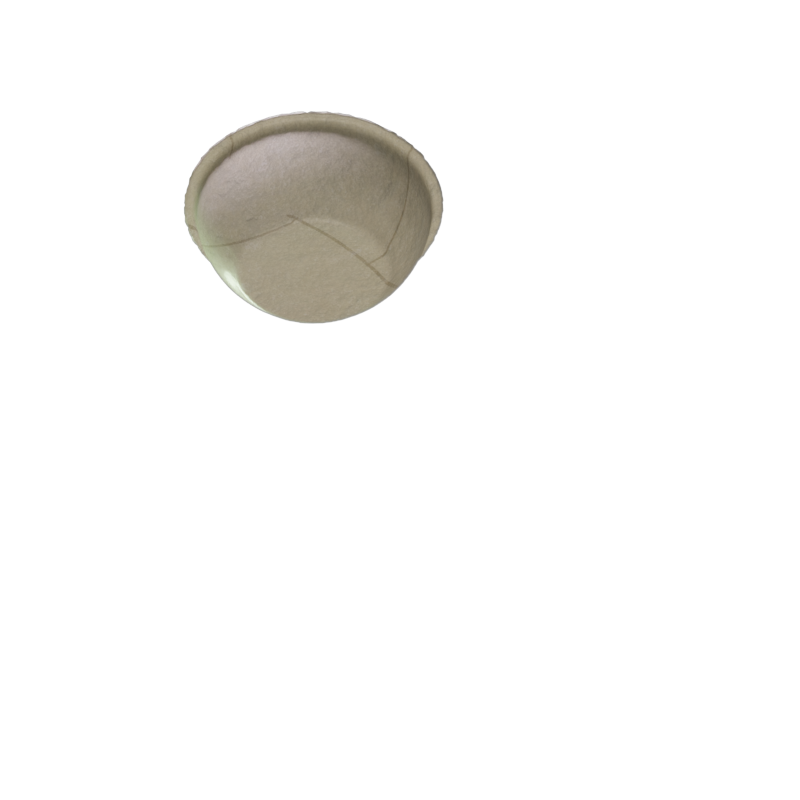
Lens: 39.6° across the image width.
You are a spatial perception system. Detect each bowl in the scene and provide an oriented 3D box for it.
[{"bbox_3d":[-0.053,-0.096,0.674,0.162,0.059,0.151,1,-40,-1],"label":"bowl"}]
